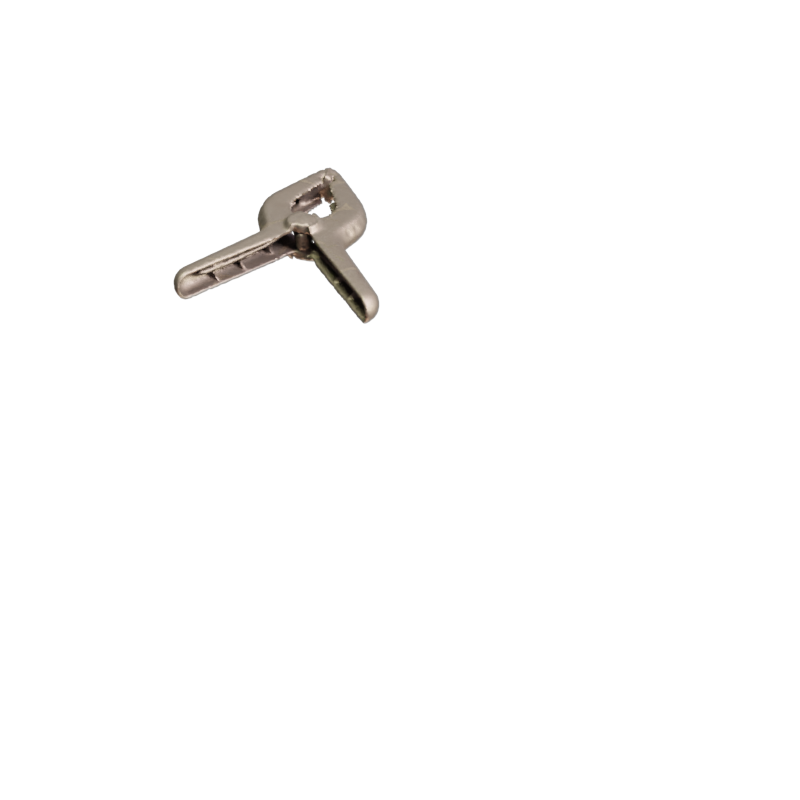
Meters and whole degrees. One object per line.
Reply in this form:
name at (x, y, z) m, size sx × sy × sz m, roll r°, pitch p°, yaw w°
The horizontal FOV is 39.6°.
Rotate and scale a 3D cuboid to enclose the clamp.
clamp at (-0.073, -0.133, 0.932) m, size 0.169 × 0.034 × 0.218 m, roll 12°, pitch 39°, yaw 15°
